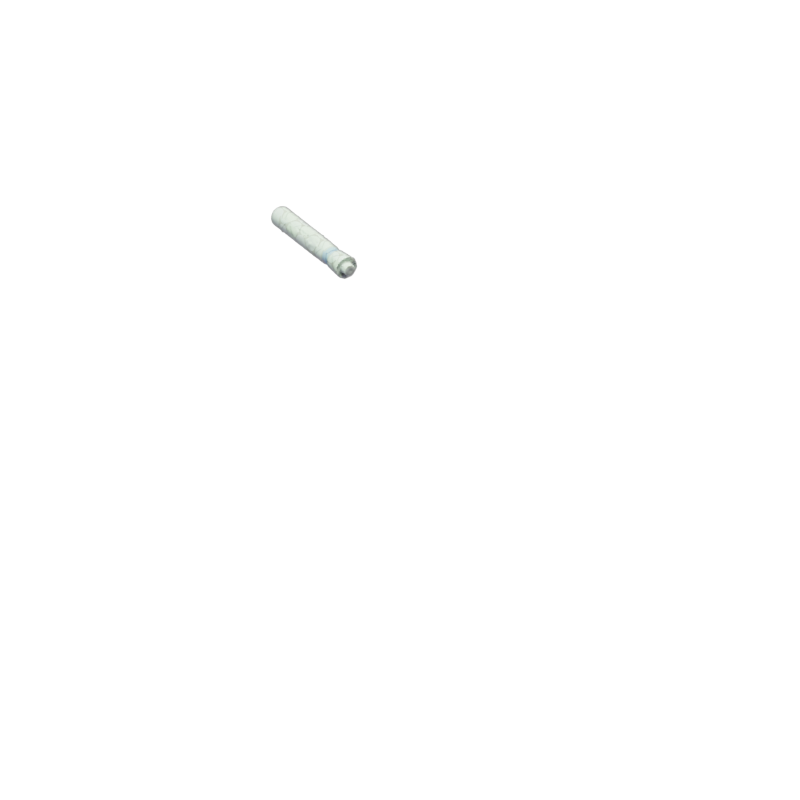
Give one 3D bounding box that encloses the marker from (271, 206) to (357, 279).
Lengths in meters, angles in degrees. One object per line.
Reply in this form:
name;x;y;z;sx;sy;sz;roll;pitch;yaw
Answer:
marker;-0.071;-0.129;0.902;0.019;0.019;0.130;-3;28;-32
